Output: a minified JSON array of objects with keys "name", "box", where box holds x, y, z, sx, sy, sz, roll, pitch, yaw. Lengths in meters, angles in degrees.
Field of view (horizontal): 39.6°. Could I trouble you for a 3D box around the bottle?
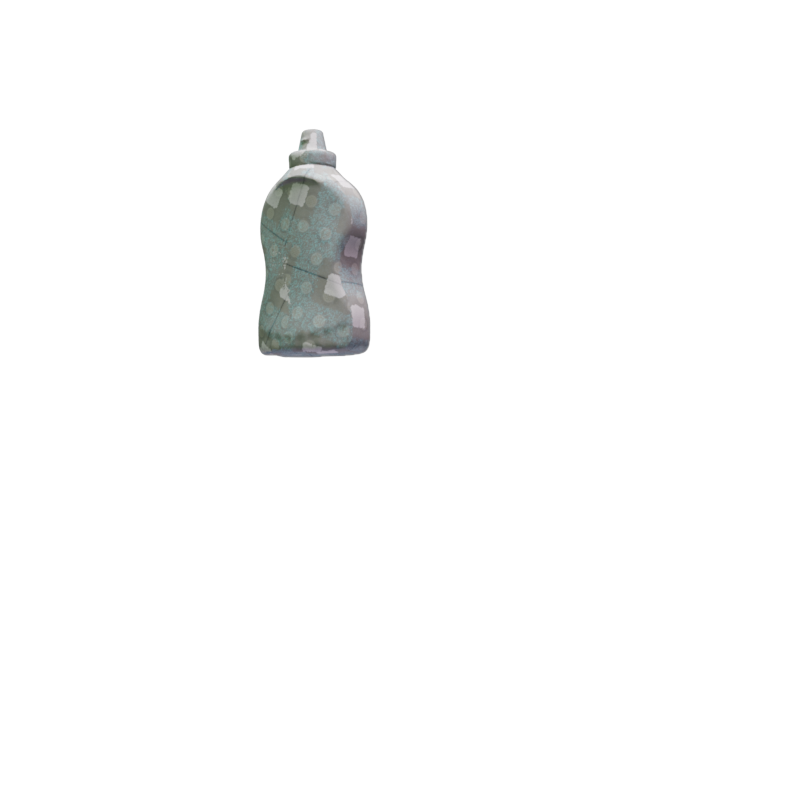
[{"name":"bottle","box":[-0.074,-0.134,0.936,0.099,0.196,0.055,-6,-10,33]}]
